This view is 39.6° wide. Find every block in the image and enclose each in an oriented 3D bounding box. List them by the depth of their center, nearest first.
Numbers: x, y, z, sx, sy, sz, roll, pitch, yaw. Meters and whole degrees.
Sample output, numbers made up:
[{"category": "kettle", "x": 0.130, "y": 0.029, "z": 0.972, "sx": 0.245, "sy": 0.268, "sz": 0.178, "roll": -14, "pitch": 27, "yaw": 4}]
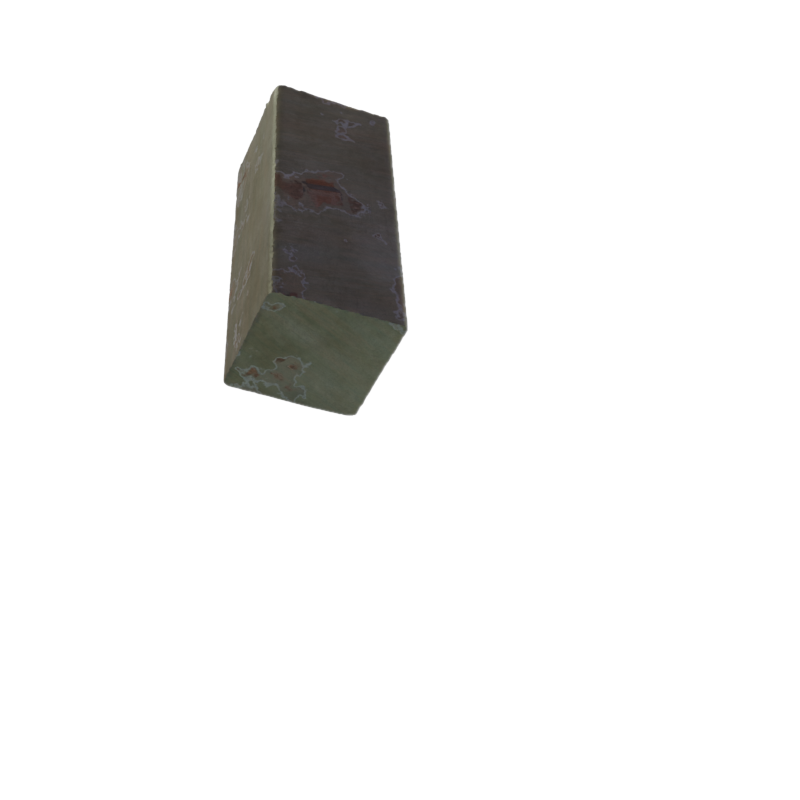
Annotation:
[{"category": "block", "x": -0.059, "y": -0.105, "z": 0.738, "sx": 0.087, "sy": 0.221, "sz": 0.087, "roll": 14, "pitch": -46, "yaw": -18}]
